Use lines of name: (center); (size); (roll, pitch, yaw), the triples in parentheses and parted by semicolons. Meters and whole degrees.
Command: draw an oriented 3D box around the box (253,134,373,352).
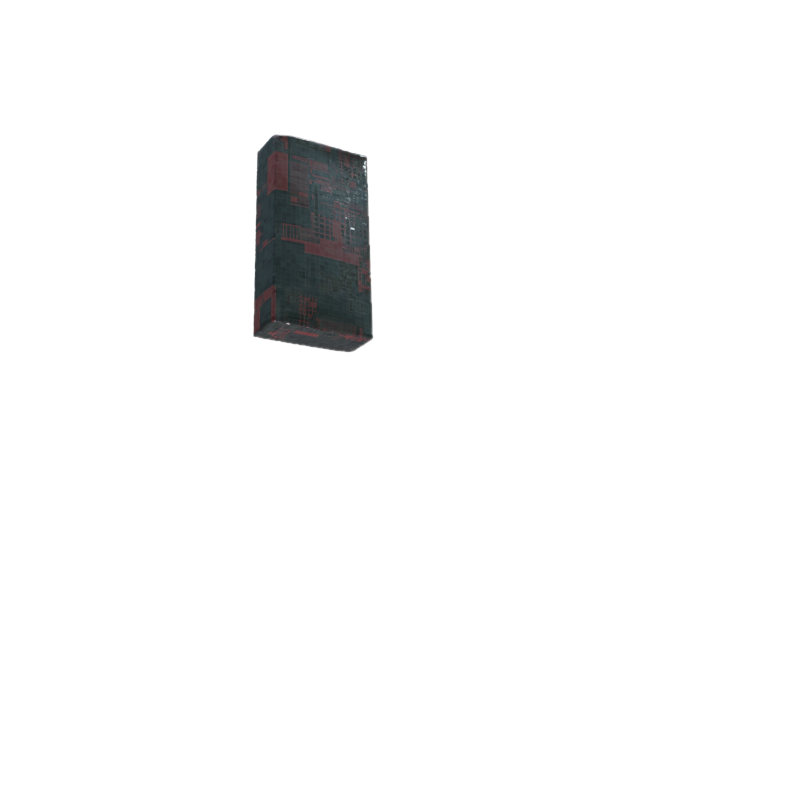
box: (-0.073, -0.133, 0.930); (0.090, 0.186, 0.047); (10, -26, -26)
